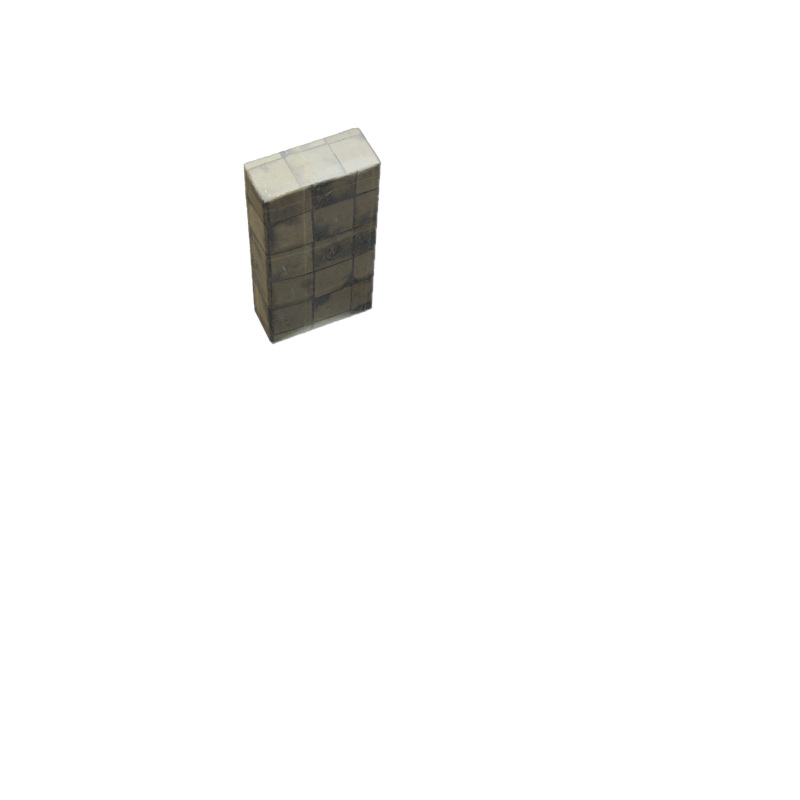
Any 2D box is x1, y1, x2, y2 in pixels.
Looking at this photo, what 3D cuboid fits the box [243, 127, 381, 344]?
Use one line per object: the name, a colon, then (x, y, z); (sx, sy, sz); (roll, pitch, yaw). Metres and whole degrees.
box: (-0.066, -0.120, 0.842); (0.093, 0.051, 0.165); (-21, -28, -16)
